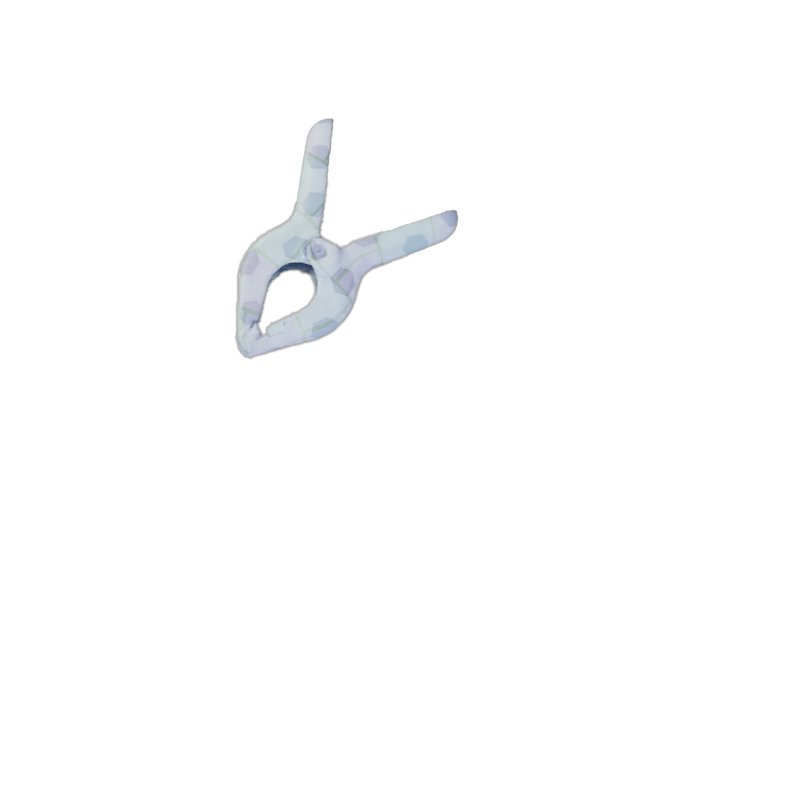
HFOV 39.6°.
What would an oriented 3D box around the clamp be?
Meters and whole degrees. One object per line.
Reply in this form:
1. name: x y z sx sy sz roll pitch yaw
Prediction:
1. clamp: -0.058 -0.106 0.745 0.173 0.125 0.037 -43 -14 -14
